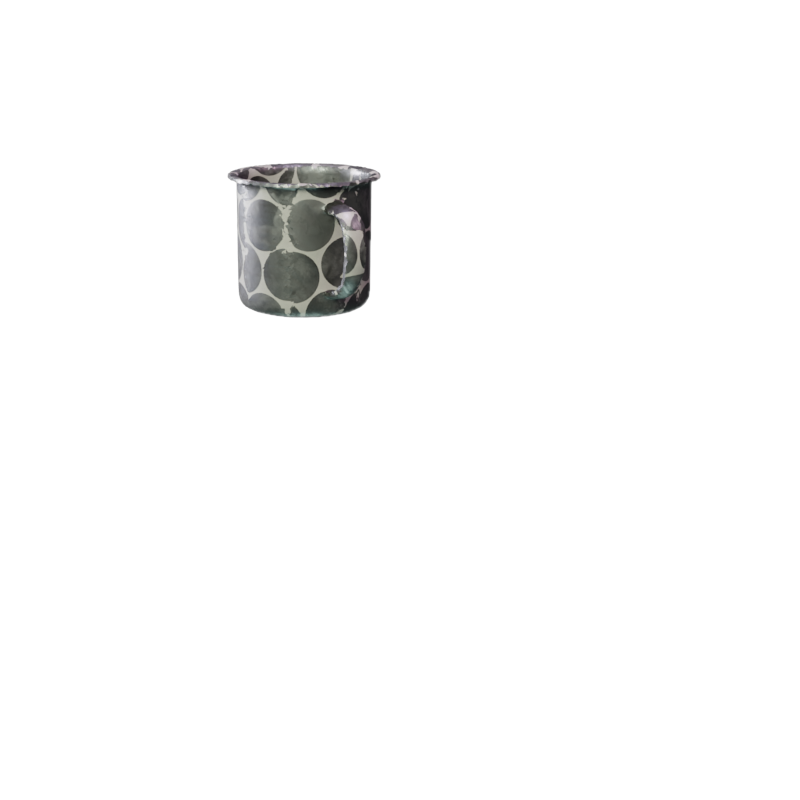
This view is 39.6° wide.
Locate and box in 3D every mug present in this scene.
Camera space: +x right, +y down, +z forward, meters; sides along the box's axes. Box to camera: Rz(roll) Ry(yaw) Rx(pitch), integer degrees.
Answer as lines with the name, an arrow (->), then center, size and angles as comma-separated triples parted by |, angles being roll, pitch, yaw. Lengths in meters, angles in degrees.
mug -> -0.052, -0.096, 0.669 | 0.091, 0.079, 0.124 | -9, 19, -30
